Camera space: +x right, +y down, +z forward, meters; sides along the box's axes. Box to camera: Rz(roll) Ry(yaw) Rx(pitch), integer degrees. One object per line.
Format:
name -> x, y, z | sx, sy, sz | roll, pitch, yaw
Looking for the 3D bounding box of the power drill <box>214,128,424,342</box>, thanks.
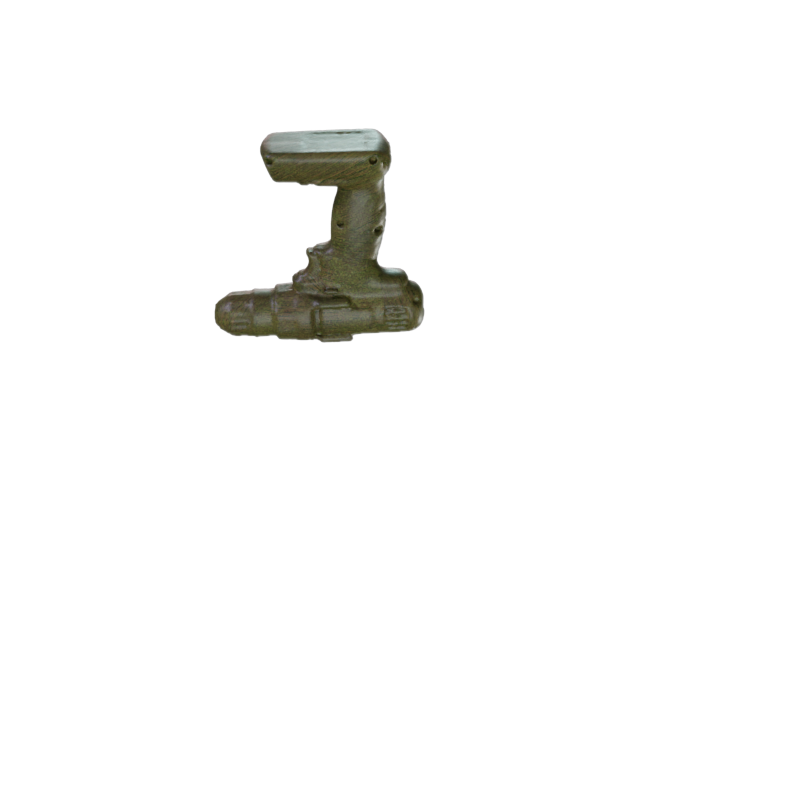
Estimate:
power drill -> -0.074, -0.135, 0.943 | 0.185, 0.176, 0.061 | -3, 32, 1
